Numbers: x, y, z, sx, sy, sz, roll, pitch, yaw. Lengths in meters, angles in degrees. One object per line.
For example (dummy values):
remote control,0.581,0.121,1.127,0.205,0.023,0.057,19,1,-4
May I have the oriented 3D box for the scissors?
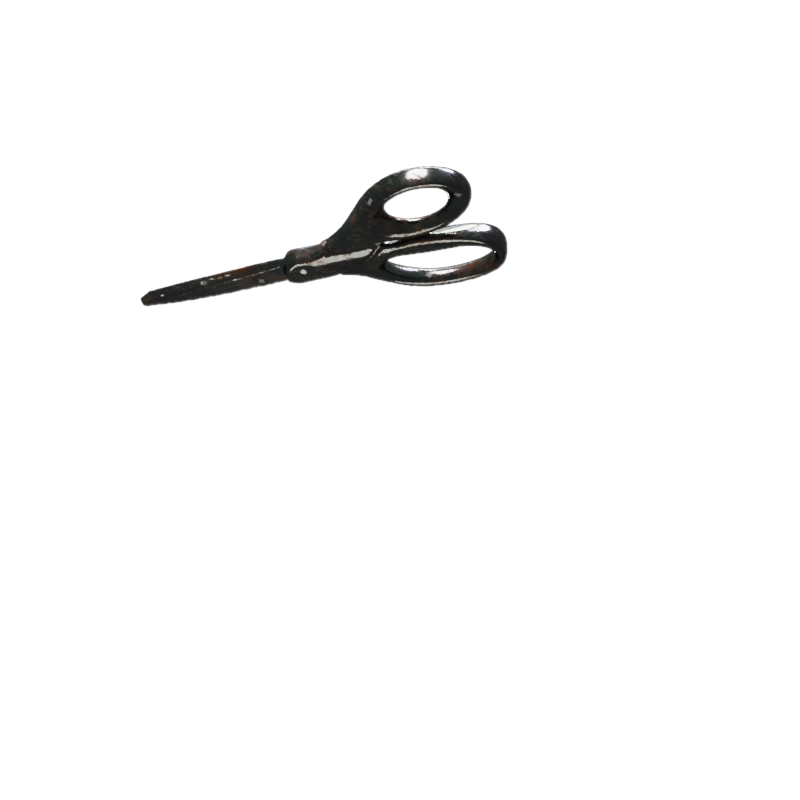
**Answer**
scissors,-0.045,-0.082,0.578,0.202,0.017,0.089,-2,-33,4
